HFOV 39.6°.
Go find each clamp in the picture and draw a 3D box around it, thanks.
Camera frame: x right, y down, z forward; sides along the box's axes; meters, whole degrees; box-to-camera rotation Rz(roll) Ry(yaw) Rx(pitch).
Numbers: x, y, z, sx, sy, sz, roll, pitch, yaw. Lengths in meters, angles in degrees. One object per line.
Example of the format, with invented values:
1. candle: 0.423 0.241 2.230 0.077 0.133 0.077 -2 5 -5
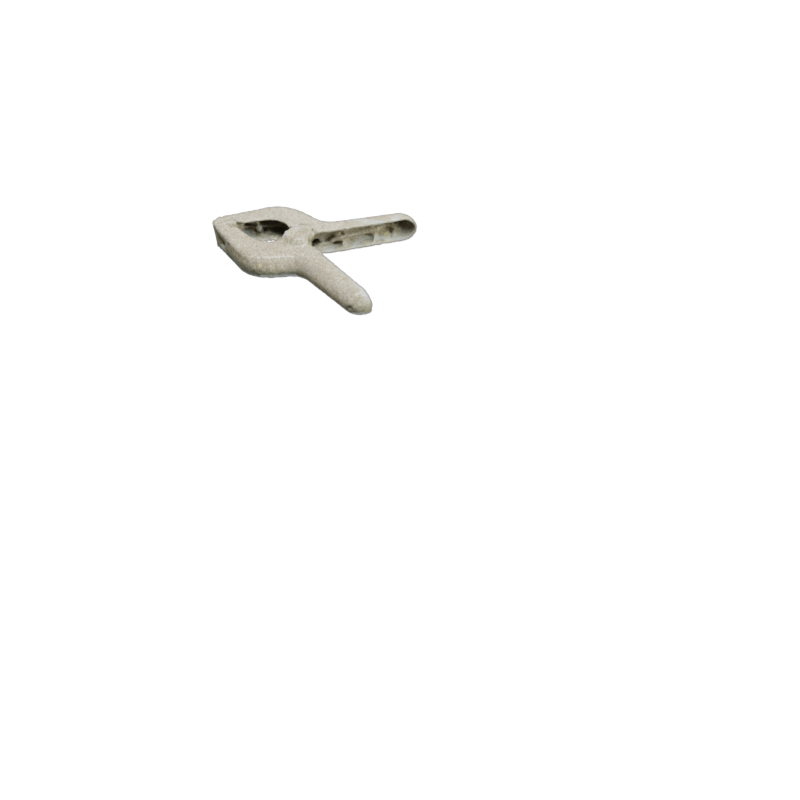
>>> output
1. clamp: -0.073 -0.134 0.938 0.180 0.037 0.123 21 43 24
